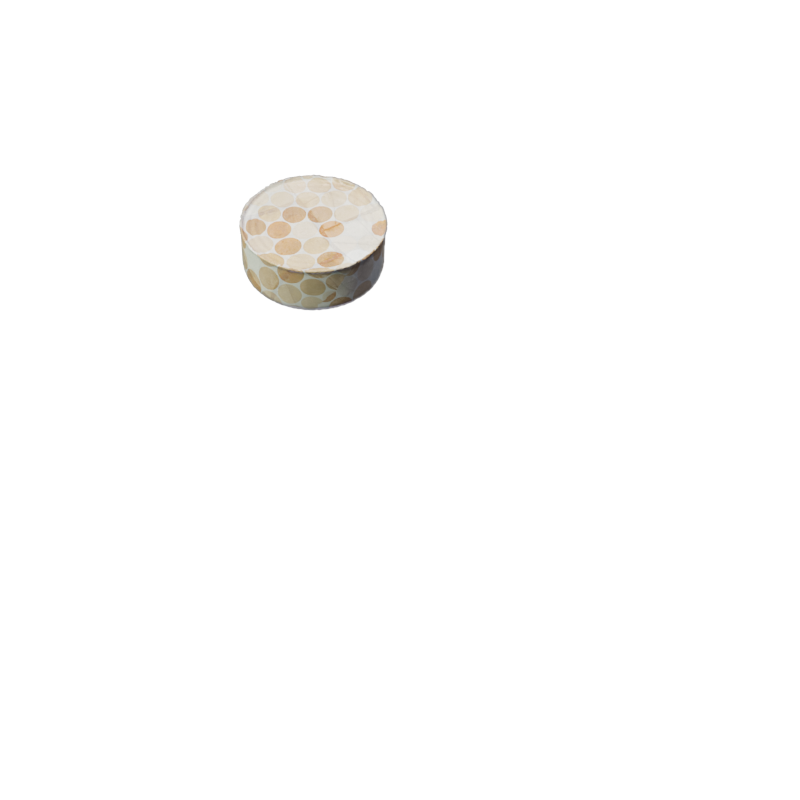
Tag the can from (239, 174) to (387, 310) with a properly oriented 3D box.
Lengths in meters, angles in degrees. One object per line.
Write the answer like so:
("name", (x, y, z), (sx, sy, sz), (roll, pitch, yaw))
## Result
("can", (-0.051, -0.093, 0.653), (0.086, 0.092, 0.031), (-1, -44, -1))
